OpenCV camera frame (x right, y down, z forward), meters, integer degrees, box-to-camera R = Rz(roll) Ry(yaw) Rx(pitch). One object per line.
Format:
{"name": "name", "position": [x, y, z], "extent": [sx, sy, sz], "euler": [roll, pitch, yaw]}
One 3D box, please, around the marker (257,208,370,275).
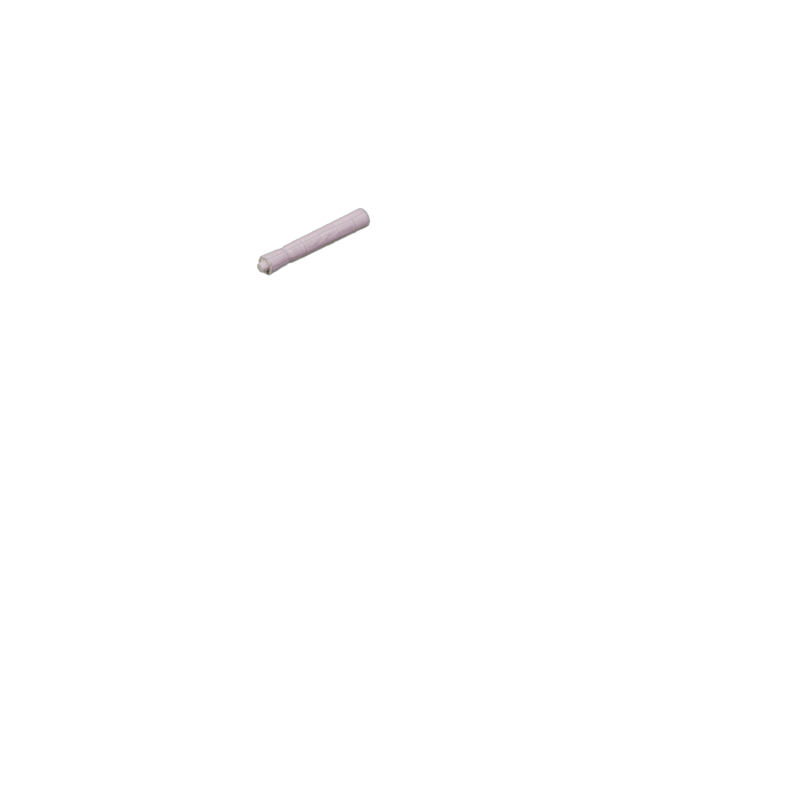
{"name": "marker", "position": [-0.078, -0.142, 0.993], "extent": [0.121, 0.019, 0.021], "euler": [-31, 21, -31]}
